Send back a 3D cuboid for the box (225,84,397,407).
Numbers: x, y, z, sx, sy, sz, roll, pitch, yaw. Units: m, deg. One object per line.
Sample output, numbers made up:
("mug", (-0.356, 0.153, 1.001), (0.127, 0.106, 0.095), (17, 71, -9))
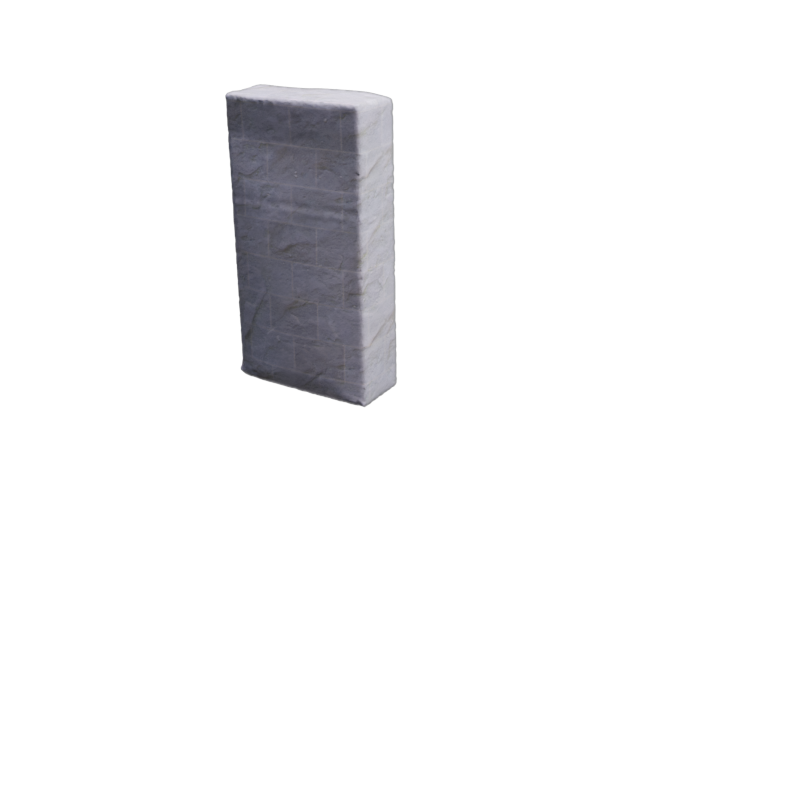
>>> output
("box", (-0.050, -0.092, 0.647), (0.098, 0.170, 0.048), (12, 20, 31))
